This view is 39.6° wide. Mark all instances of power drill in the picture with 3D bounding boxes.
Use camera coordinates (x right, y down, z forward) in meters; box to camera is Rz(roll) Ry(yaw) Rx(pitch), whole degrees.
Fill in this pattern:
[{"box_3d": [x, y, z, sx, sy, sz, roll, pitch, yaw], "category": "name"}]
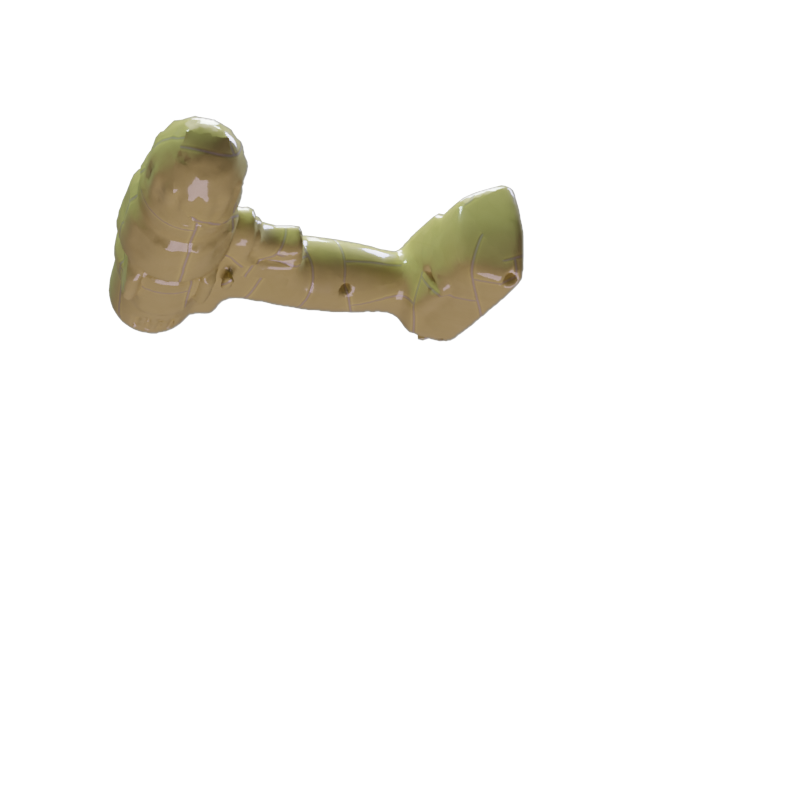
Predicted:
[{"box_3d": [-0.041, -0.076, 0.530, 0.183, 0.060, 0.181, 4, -15, -17], "category": "power drill"}]
